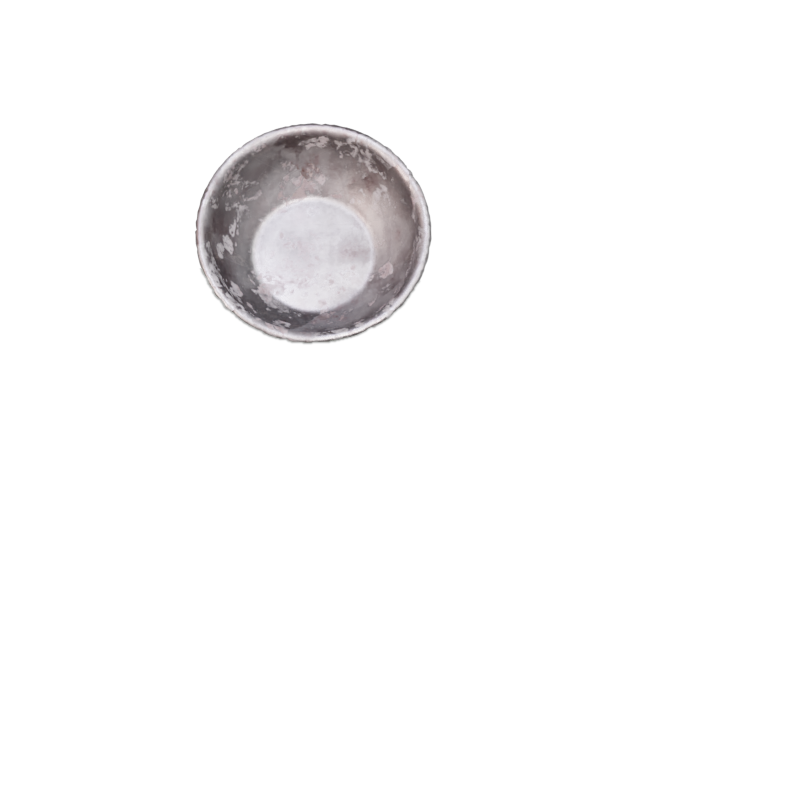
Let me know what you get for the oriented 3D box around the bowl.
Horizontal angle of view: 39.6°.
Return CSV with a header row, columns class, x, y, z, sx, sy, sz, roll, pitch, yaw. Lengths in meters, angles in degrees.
class,x,y,z,sx,sy,sz,roll,pitch,yaw
bowl,-0.061,-0.112,0.782,0.162,0.170,0.053,-1,-19,-1
